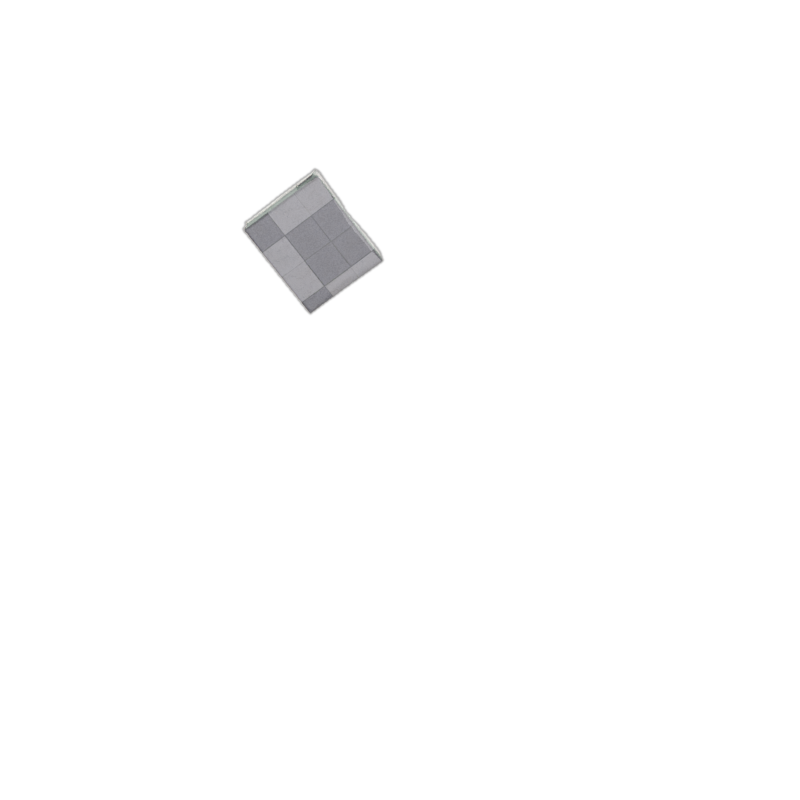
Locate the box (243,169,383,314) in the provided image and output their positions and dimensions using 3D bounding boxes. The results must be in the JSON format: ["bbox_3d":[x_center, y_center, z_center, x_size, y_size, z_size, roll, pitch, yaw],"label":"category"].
[{"bbox_3d":[-0.069,-0.125,0.875,0.073,0.087,0.031,-36,11,8],"label":"box"}]
